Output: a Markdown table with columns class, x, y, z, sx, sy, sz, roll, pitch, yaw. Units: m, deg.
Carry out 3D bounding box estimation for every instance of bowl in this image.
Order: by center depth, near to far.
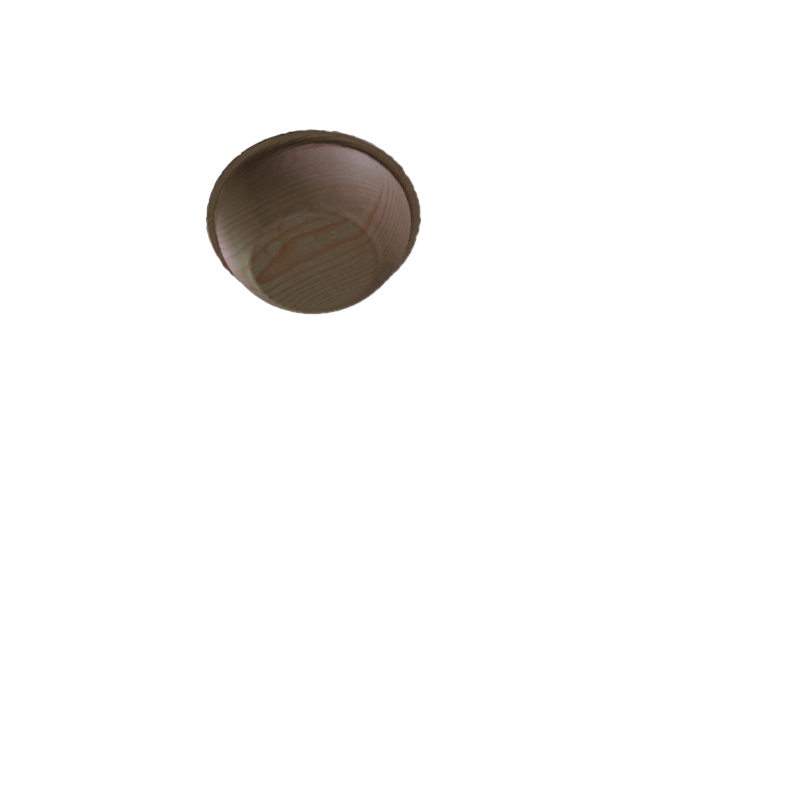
| class | x | y | z | sx | sy | sz | roll | pitch | yaw |
| --- | --- | --- | --- | --- | --- | --- | --- | --- | --- |
| bowl | -0.064 | -0.116 | 0.815 | 0.162 | 0.151 | 0.059 | 1 | 40 | -1 |
